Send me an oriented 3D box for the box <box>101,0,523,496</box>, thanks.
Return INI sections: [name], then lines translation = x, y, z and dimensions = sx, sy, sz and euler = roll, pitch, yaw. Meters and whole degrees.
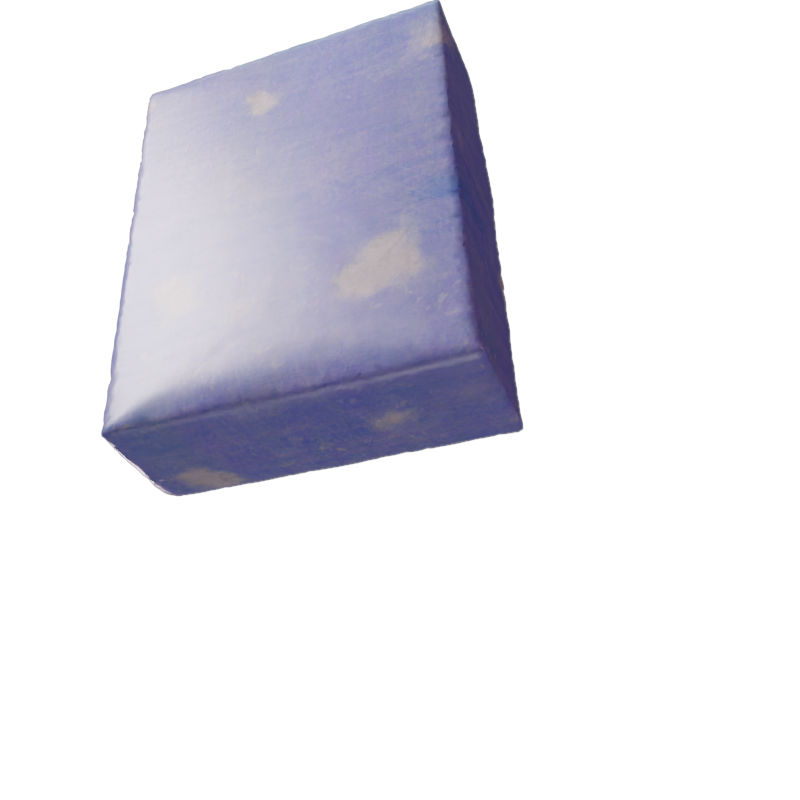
[box]
translation = -0.041, -0.074, 0.519
dimensions = 0.166, 0.229, 0.066
euler = -14, -39, 15
